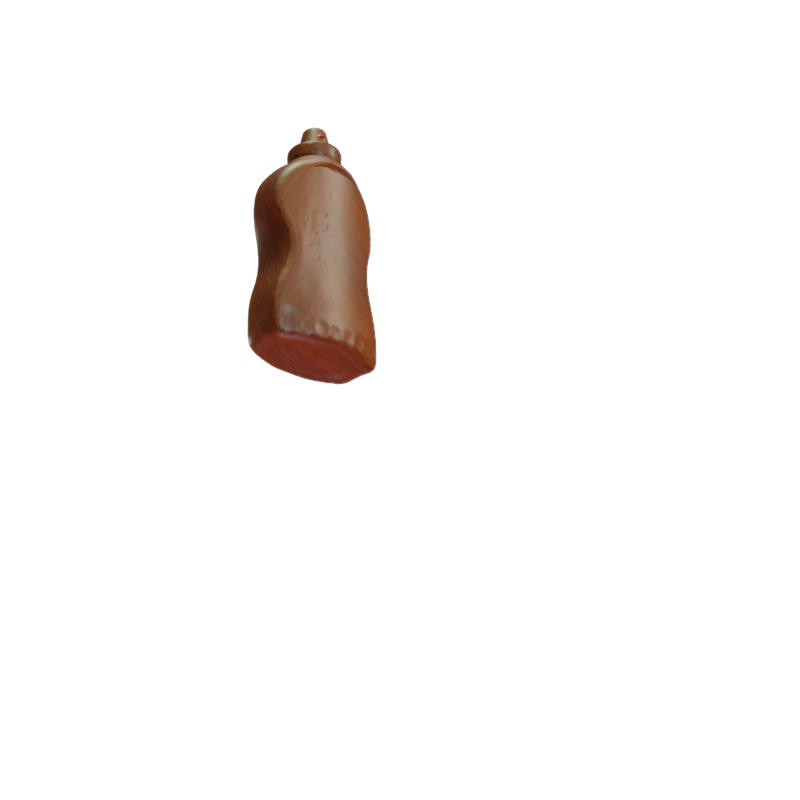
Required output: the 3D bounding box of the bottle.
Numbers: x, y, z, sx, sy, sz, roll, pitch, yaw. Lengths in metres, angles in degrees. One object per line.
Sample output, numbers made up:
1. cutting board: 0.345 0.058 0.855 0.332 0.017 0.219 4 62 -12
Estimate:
1. bottle: -0.062 -0.114 0.796 0.090 0.204 0.058 22 -37 -37
